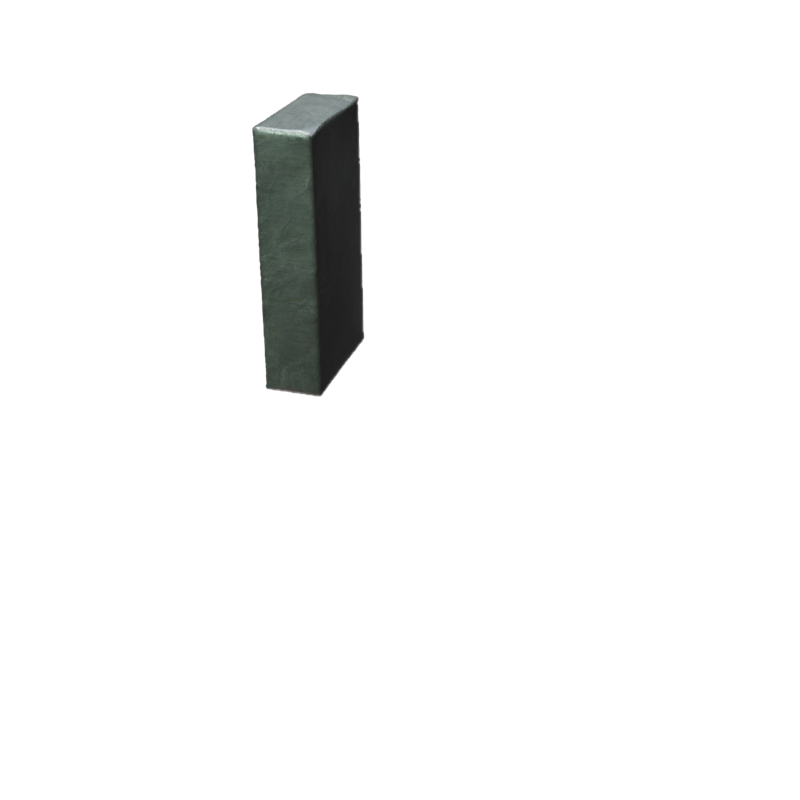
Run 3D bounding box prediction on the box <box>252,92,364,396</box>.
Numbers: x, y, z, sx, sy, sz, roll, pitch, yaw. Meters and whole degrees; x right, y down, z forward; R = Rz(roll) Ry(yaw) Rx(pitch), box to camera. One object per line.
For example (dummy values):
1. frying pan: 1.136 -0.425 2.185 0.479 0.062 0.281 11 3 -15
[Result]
1. box: -0.056 -0.103 0.719 0.049 0.167 0.096 8 26 14
